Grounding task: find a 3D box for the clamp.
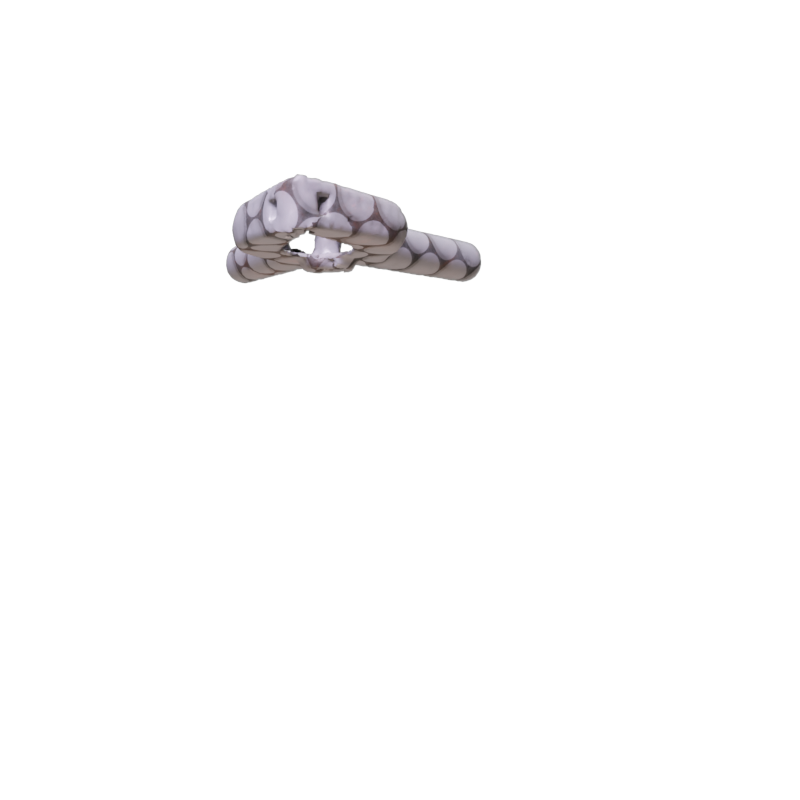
[{"bbox_3d":[-0.050,-0.091,0.638,0.168,0.037,0.203,-1,-2,15],"label":"clamp"}]
